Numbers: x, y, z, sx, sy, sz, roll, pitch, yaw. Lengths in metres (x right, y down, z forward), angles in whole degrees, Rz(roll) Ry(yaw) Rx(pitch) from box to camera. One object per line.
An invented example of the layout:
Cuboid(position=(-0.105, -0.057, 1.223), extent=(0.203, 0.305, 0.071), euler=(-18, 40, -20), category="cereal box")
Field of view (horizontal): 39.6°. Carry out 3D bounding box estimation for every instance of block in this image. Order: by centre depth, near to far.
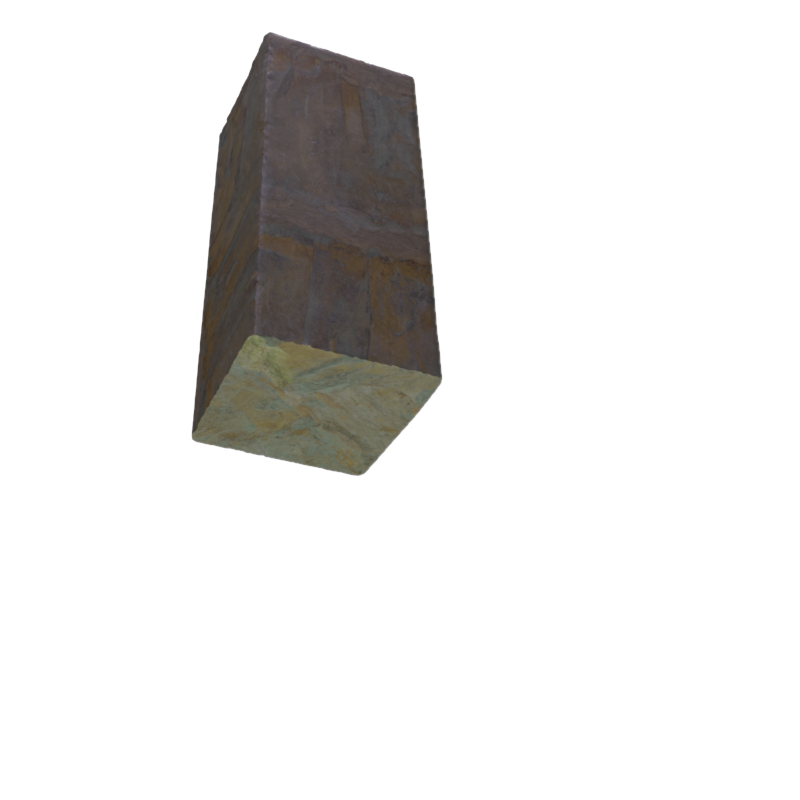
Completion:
Cuboid(position=(-0.044, -0.080, 0.565), extent=(0.088, 0.221, 0.087), euler=(14, -42, -20), category="block")
